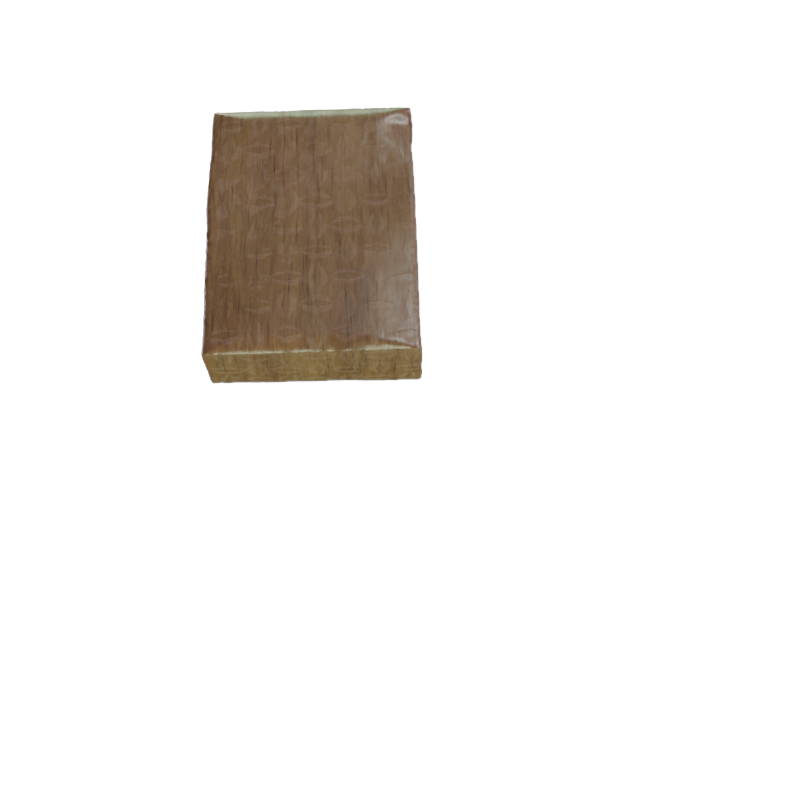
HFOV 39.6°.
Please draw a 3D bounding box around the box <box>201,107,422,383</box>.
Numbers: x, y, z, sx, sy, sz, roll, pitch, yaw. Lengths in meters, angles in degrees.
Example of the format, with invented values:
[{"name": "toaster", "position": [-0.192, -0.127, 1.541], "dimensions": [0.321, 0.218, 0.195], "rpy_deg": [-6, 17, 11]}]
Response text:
[{"name": "box", "position": [-0.068, -0.124, 0.872], "dimensions": [0.164, 0.226, 0.068], "rpy_deg": [-2, -24, 1]}]
